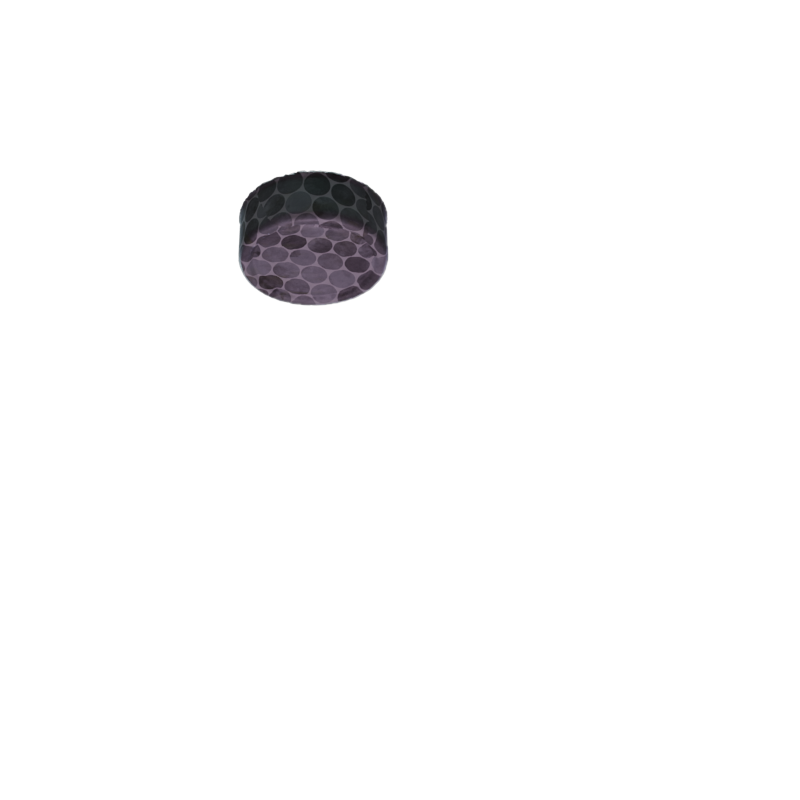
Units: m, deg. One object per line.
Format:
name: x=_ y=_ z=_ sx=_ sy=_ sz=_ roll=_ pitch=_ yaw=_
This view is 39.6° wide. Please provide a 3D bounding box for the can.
can: x=-0.049 y=-0.090 z=0.630 sx=0.086 sy=0.036 sz=0.080 roll=1 pitch=-33 yaw=-2
